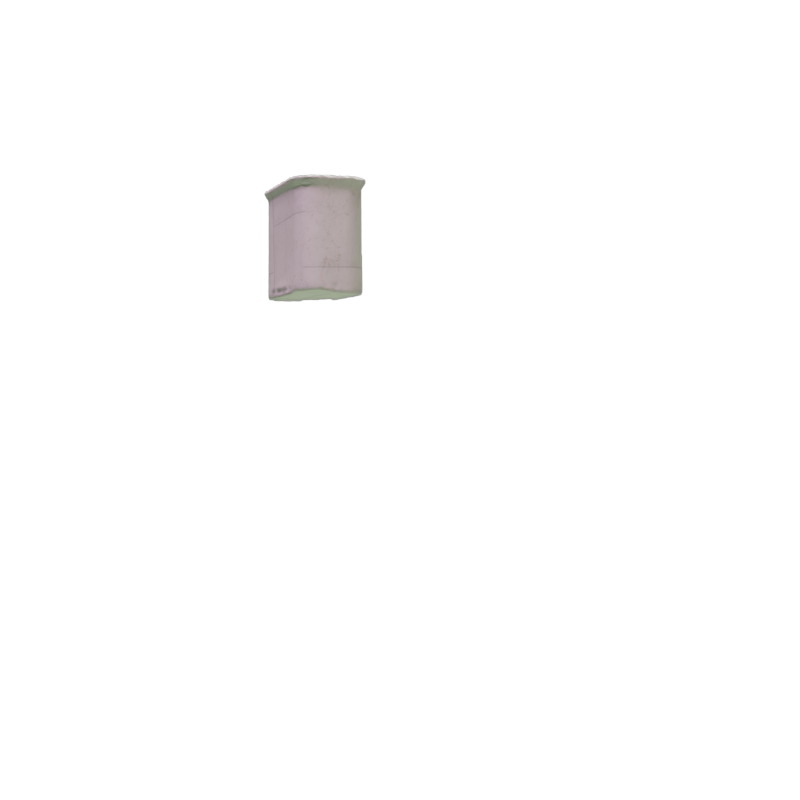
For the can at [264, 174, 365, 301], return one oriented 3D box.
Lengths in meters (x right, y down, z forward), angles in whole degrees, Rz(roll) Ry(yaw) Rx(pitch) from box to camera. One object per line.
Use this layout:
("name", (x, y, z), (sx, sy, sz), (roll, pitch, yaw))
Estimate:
("can", (-0.064, -0.117, 0.821), (0.056, 0.085, 0.104), (1, -2, -21))
